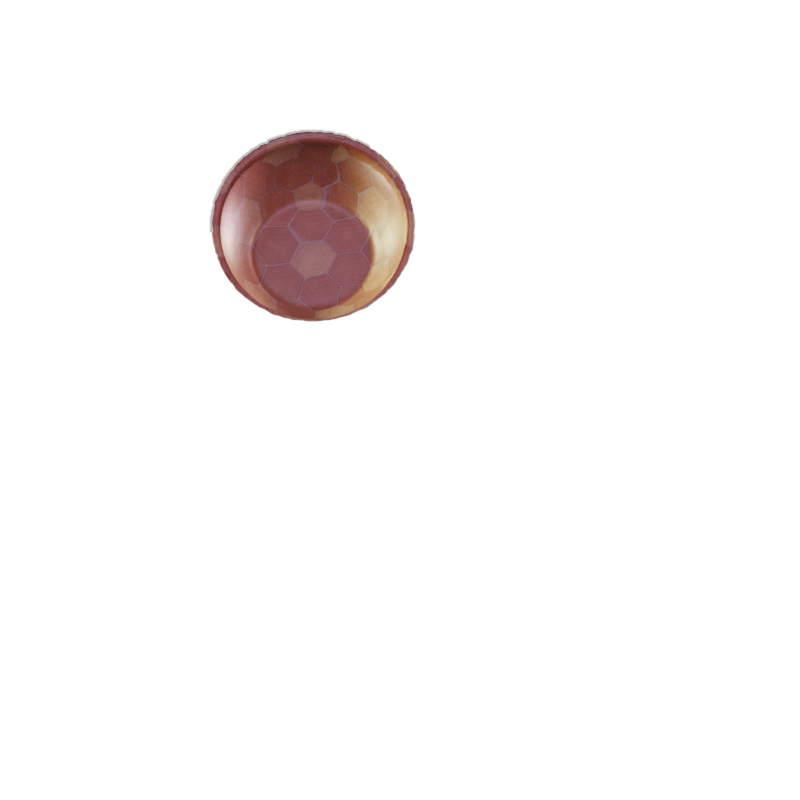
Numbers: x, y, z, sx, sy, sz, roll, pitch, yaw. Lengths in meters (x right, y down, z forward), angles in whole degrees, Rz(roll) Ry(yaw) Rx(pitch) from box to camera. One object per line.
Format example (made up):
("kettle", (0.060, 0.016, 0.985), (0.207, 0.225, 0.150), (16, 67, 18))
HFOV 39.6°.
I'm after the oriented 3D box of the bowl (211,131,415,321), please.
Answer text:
("bowl", (-0.067, -0.122, 0.853), (0.162, 0.154, 0.058), (1, 25, -1))
